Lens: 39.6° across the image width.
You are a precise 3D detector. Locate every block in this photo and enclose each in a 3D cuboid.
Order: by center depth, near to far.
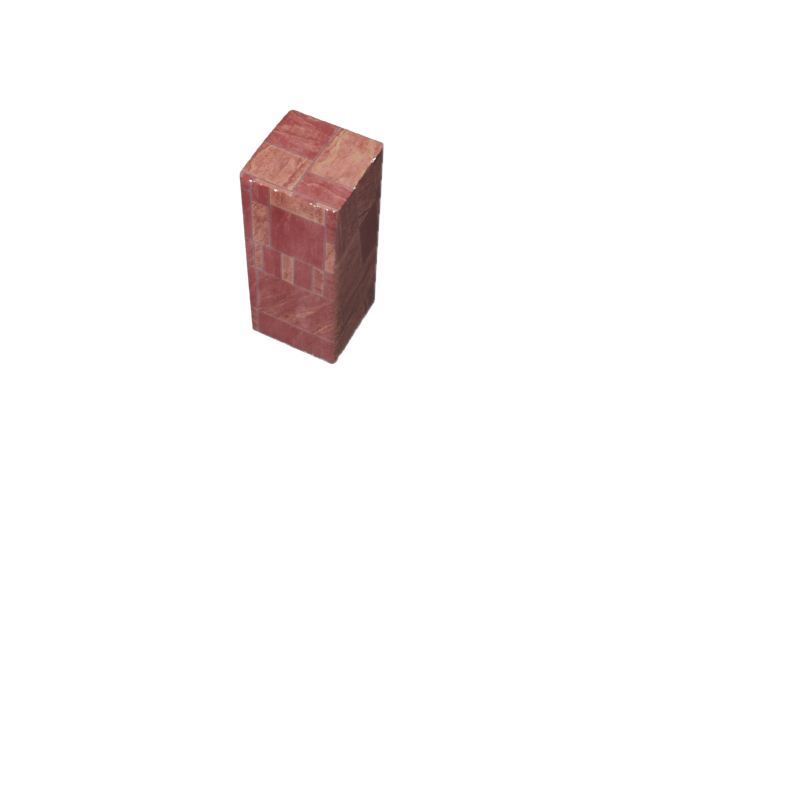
[{"bbox_3d":[-0.076,-0.137,0.962,0.094,0.093,0.193,24,-34,13],"label":"block"}]
